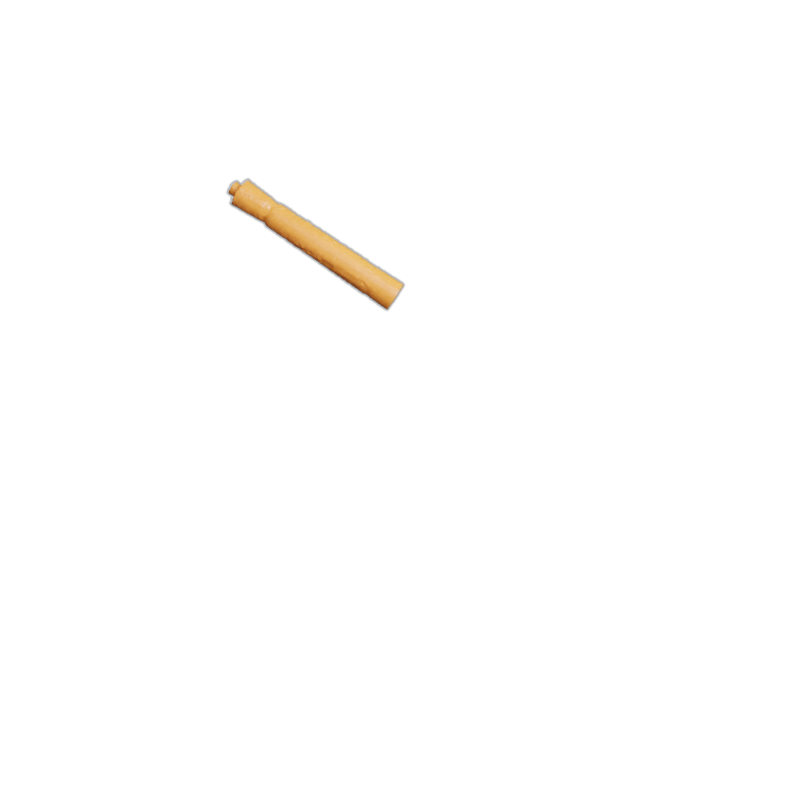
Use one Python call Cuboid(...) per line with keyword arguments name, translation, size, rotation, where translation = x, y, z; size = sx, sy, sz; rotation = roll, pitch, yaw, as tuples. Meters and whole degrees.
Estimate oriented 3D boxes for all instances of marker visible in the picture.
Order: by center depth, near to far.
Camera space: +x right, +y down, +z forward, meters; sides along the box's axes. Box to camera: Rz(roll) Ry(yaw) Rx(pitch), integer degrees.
Cuboid(name="marker", translation=(-0.053, -0.096, 0.671), size=(0.123, 0.020, 0.020), rotation=(35, 6, 6))
